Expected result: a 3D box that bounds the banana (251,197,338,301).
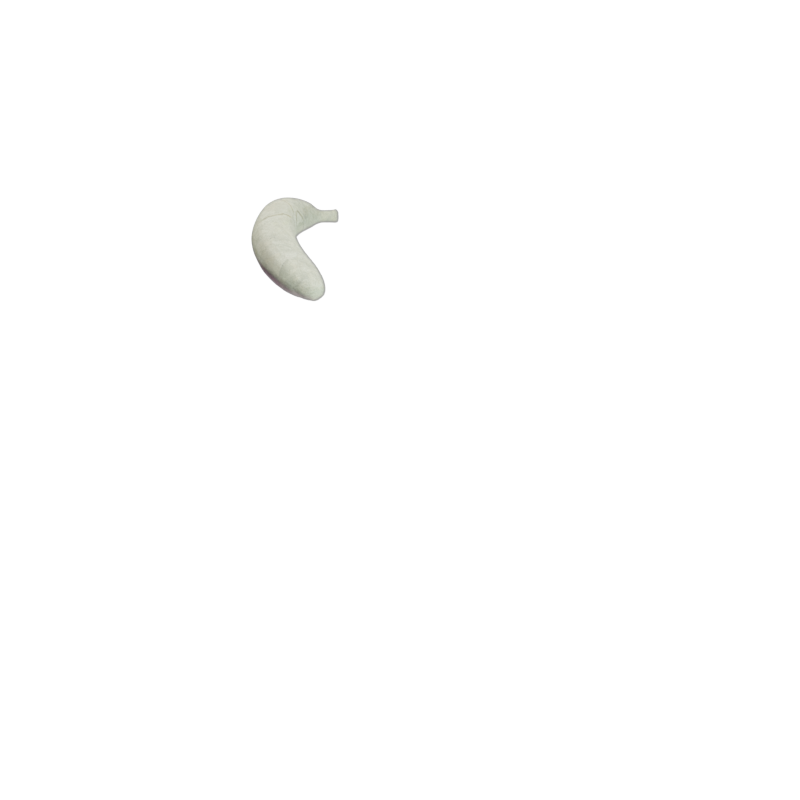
[{"bbox_3d":[-0.090,-0.134,0.925,0.070,0.035,0.208,1,28,1],"label":"banana"}]
